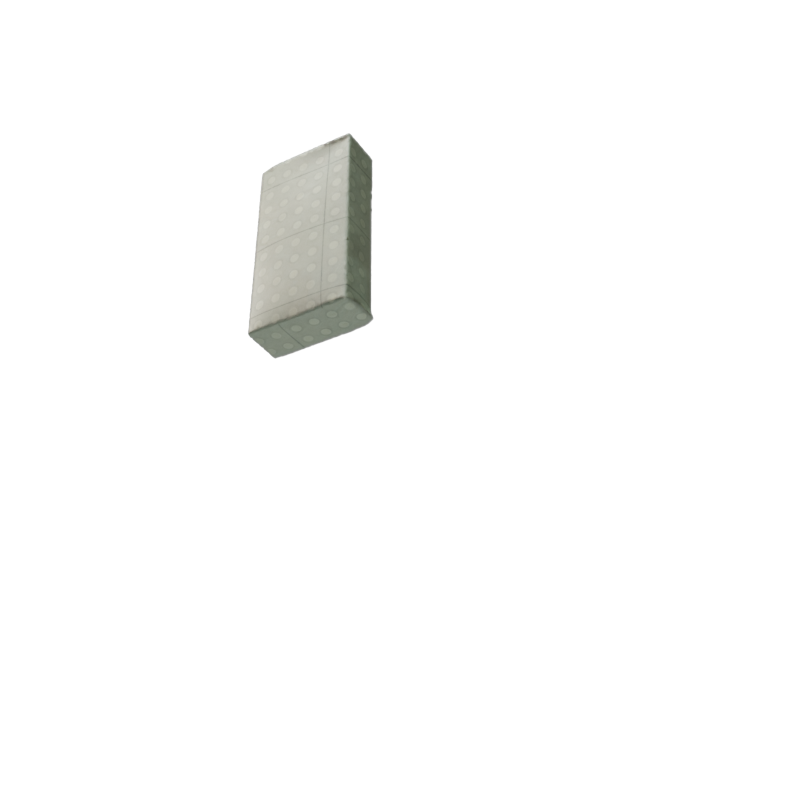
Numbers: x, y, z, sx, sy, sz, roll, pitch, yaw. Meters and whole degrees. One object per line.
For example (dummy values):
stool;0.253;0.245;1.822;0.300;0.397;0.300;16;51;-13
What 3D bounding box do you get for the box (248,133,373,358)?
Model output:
box;-0.070;-0.128;0.896;0.094;0.189;0.044;-21;-40;23
